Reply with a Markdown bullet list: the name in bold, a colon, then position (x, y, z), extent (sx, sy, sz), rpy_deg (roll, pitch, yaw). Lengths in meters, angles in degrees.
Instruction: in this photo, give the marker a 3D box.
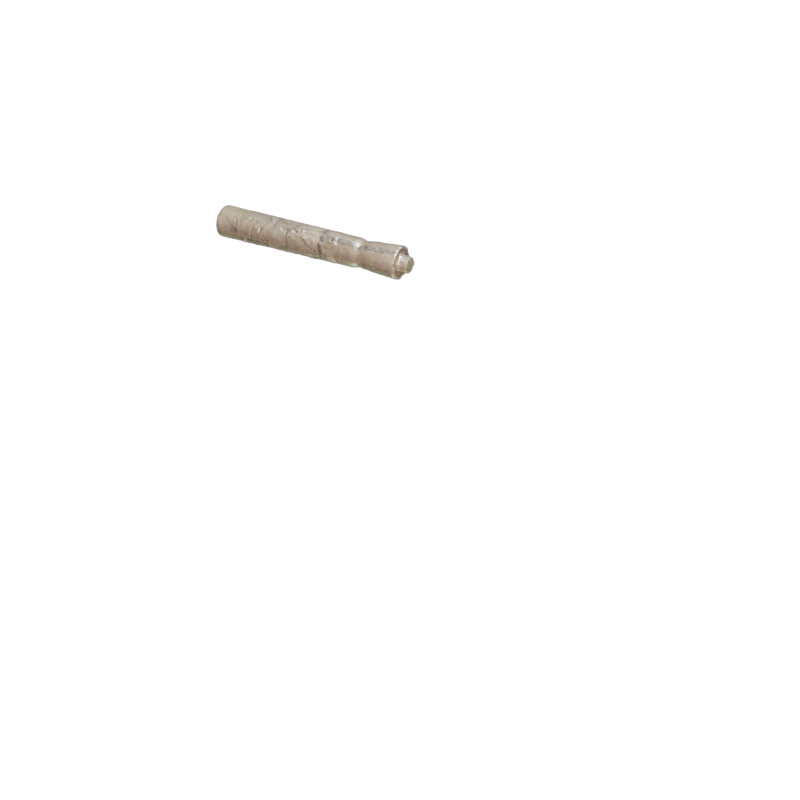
- **marker**: position (-0.048, -0.088, 0.616), extent (0.127, 0.019, 0.019), rpy_deg (17, 11, 27)
